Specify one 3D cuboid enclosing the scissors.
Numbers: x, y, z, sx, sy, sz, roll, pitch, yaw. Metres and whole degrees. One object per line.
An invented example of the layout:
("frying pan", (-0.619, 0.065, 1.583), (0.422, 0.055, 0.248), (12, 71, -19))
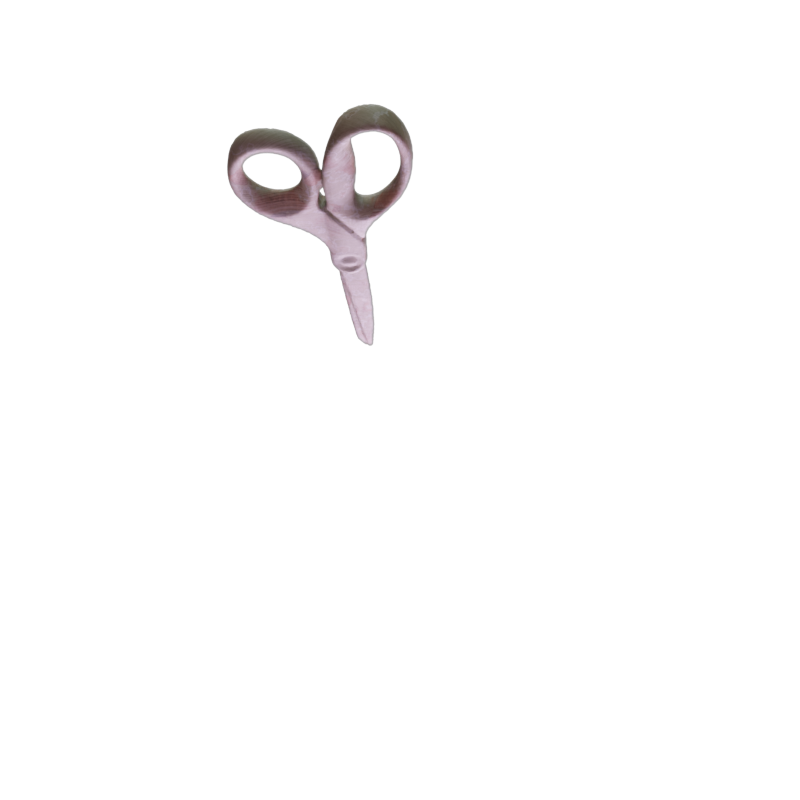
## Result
("scissors", (-0.045, -0.082, 0.572), (0.095, 0.017, 0.191), (5, -30, -9))
